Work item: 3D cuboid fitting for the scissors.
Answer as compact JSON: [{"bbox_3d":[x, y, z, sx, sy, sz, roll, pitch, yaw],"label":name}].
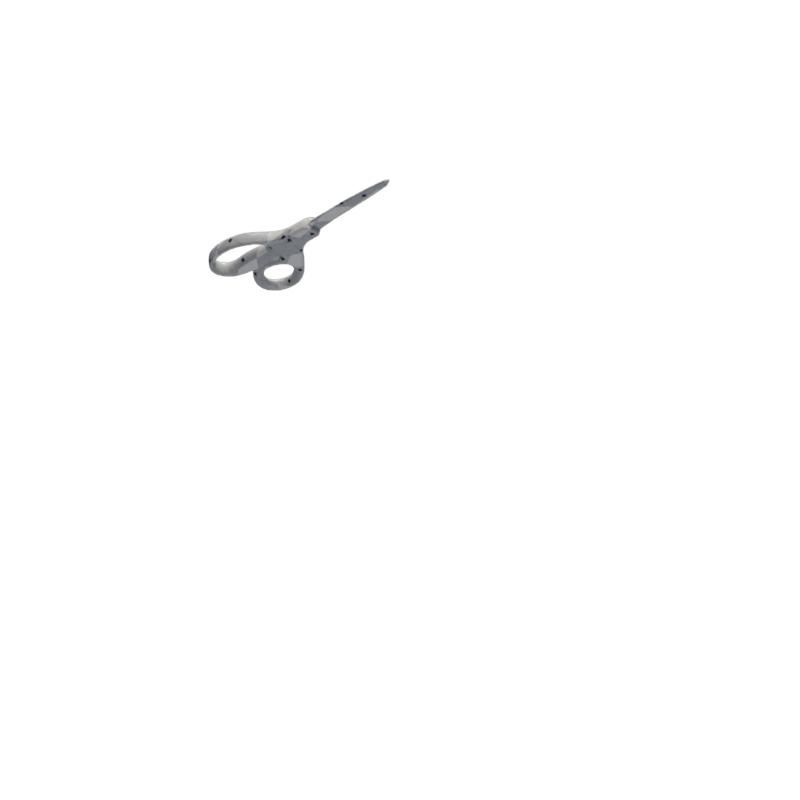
[{"bbox_3d":[-0.077,-0.140,0.981,0.204,0.017,0.089,-14,-30,26],"label":"scissors"}]
